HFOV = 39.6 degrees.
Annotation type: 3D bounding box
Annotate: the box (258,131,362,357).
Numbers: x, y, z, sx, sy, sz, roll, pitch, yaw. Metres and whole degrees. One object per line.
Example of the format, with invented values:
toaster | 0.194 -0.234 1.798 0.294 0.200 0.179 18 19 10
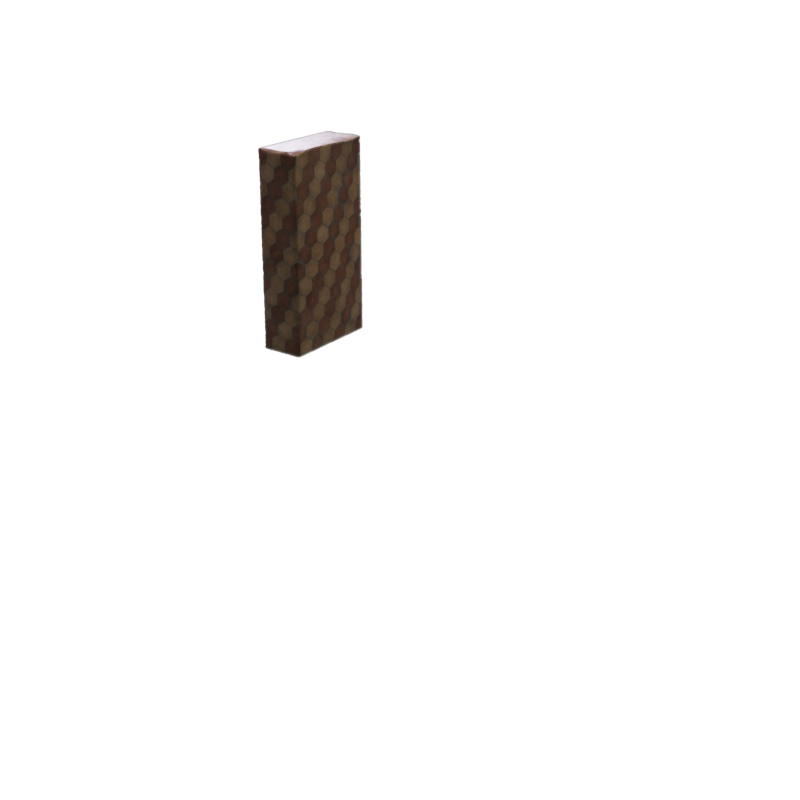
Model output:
box | -0.074 -0.135 0.947 0.051 0.169 0.093 14 24 33
